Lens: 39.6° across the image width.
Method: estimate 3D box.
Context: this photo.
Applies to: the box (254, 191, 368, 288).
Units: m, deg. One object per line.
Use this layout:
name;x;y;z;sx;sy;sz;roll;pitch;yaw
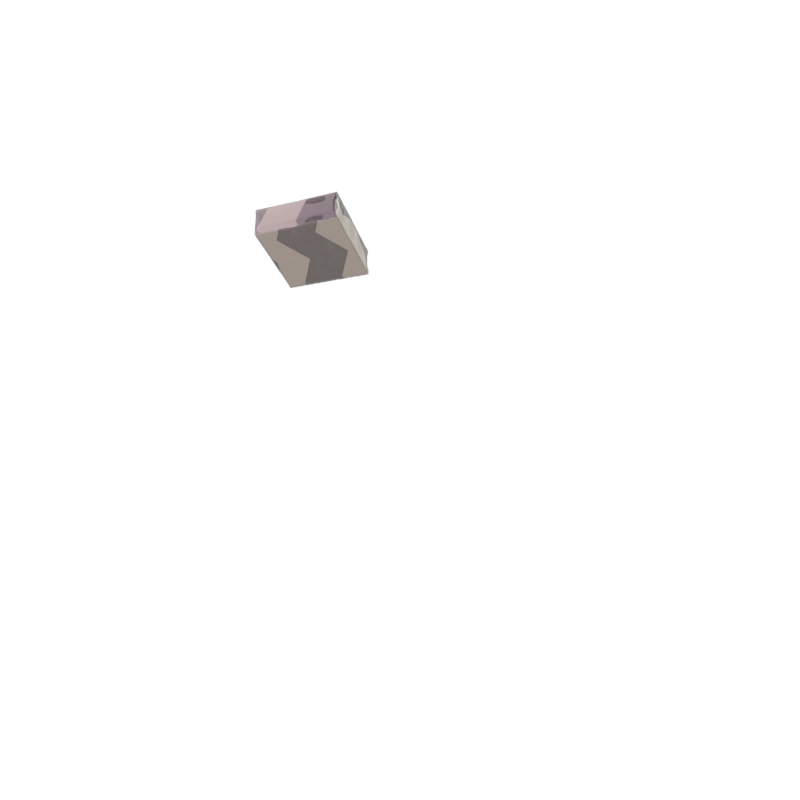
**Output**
box;-0.074;-0.134;0.941;0.074;0.032;0.082;-10;-32;15
